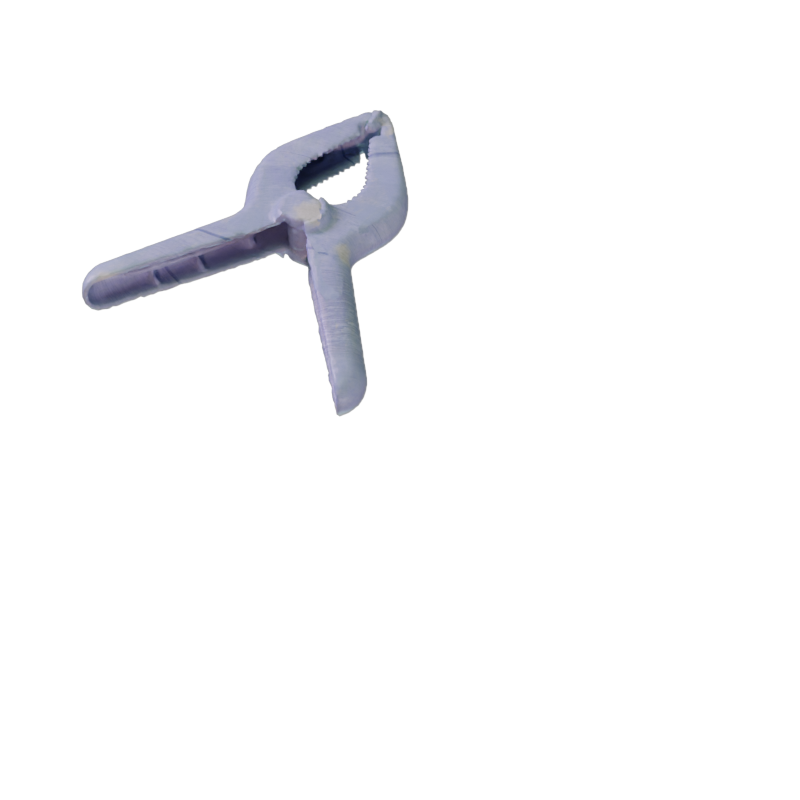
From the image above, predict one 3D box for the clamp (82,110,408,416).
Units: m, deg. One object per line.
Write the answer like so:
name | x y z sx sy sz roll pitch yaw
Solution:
clamp | -0.048 -0.088 0.615 0.173 0.034 0.215 27 54 21
